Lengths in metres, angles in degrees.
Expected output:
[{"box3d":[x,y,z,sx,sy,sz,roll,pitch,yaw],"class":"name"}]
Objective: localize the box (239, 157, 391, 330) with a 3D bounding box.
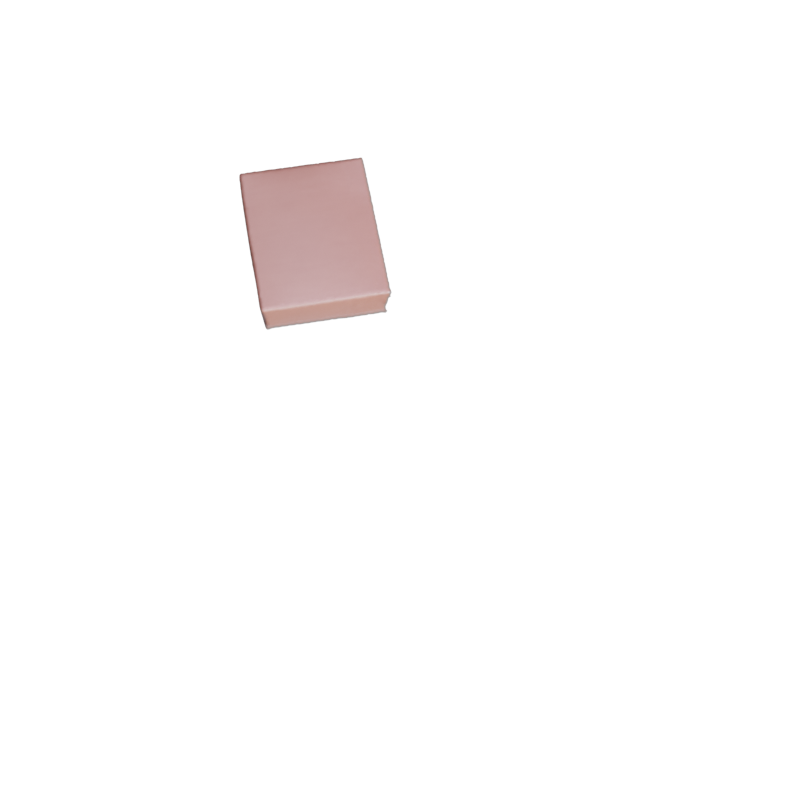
[{"box3d":[-0.061,-0.111,0.779,0.089,0.120,0.037,-9,-24,-5],"class":"box"}]
